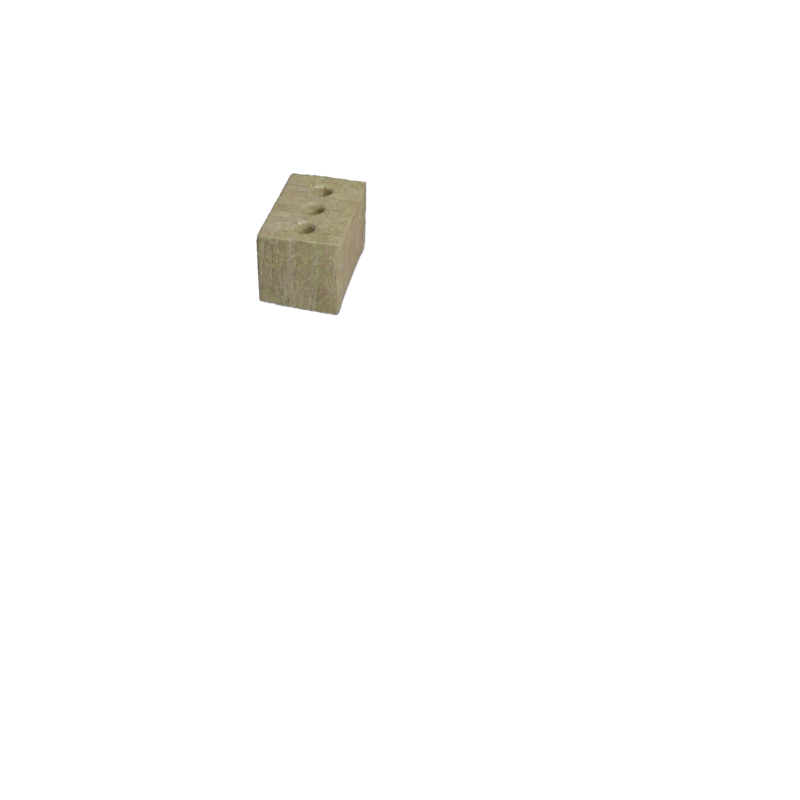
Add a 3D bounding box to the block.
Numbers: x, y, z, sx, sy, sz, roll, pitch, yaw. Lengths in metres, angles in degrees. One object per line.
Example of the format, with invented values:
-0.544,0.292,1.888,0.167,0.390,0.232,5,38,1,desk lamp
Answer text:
-0.055,-0.099,0.697,0.054,0.048,0.082,8,39,8,block
